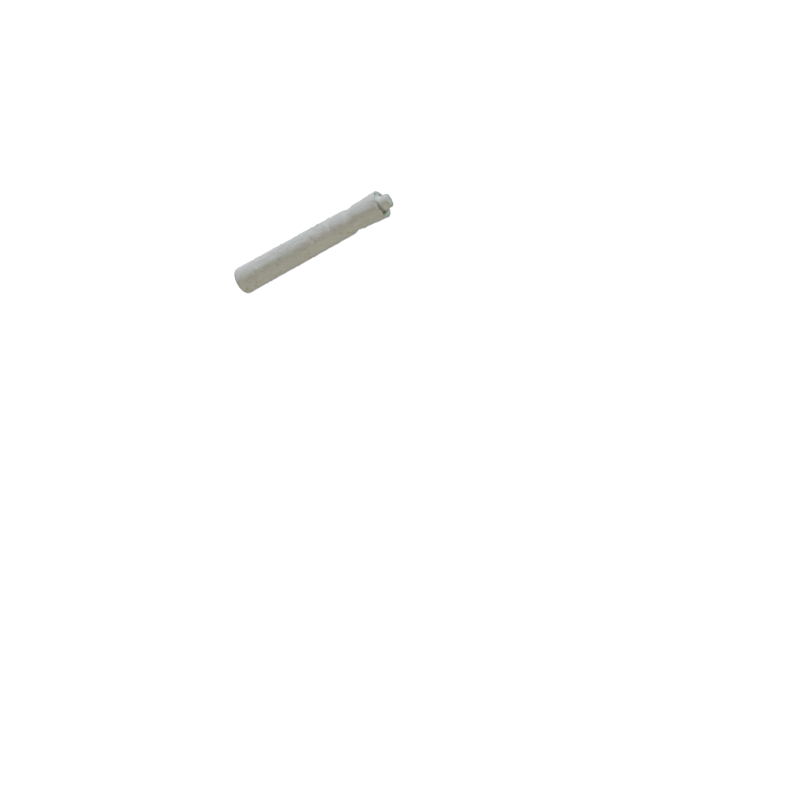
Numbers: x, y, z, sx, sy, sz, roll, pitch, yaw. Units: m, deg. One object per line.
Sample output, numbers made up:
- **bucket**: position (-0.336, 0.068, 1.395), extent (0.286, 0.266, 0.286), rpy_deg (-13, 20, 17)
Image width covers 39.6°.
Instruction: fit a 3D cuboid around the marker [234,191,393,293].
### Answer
- **marker**: position (-0.056, -0.103, 0.721), extent (0.121, 0.020, 0.019), rpy_deg (-25, -8, 25)
